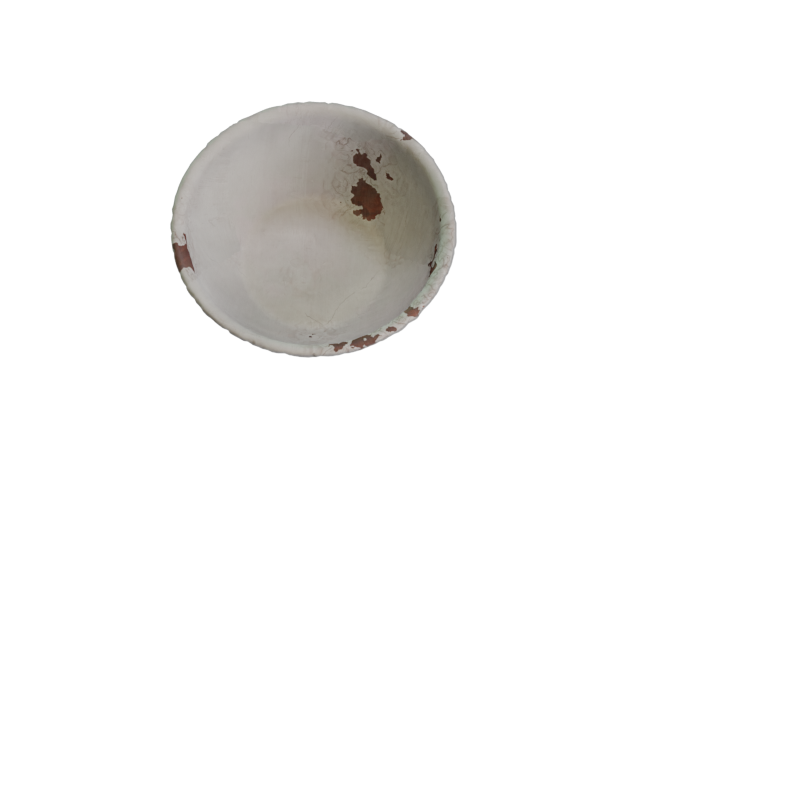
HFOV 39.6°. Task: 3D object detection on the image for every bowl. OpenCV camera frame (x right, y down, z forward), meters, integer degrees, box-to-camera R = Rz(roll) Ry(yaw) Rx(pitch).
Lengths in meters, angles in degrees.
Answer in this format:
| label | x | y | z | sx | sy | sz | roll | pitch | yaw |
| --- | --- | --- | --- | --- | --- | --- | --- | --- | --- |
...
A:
| label | x | y | z | sx | sy | sz | roll | pitch | yaw |
| --- | --- | --- | --- | --- | --- | --- | --- | --- | --- |
| bowl | -0.051 | -0.092 | 0.647 | 0.162 | 0.171 | 0.052 | -1 | -24 | -1 |
